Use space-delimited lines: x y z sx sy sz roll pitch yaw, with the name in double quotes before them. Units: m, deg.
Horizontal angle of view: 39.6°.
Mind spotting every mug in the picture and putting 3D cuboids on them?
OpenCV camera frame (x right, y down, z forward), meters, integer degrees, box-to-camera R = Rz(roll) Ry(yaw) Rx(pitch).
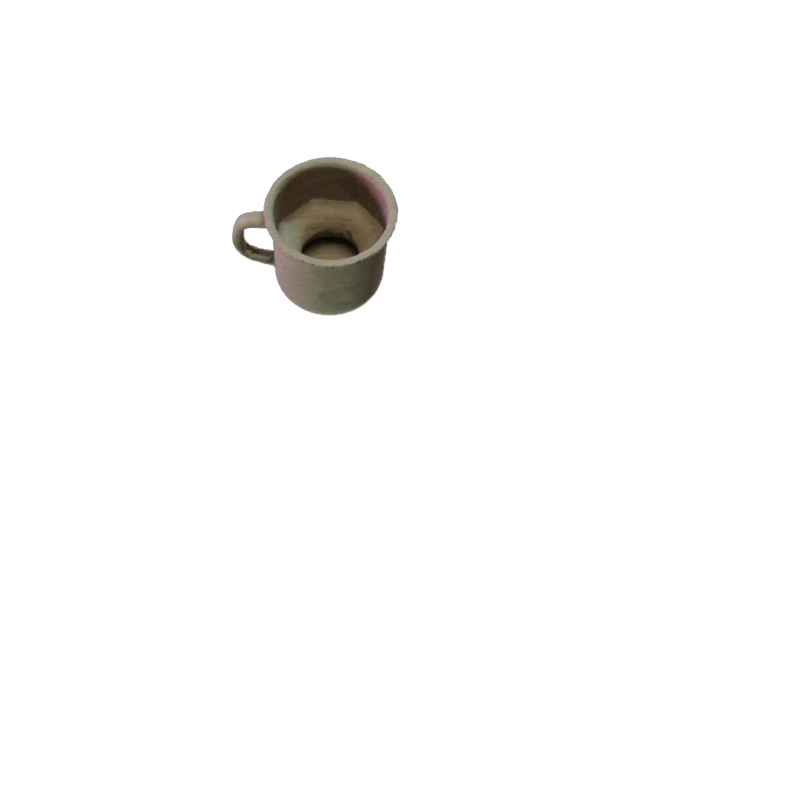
"mug" -0.062 -0.114 0.798 0.117 0.099 0.076 0 -30 -1
